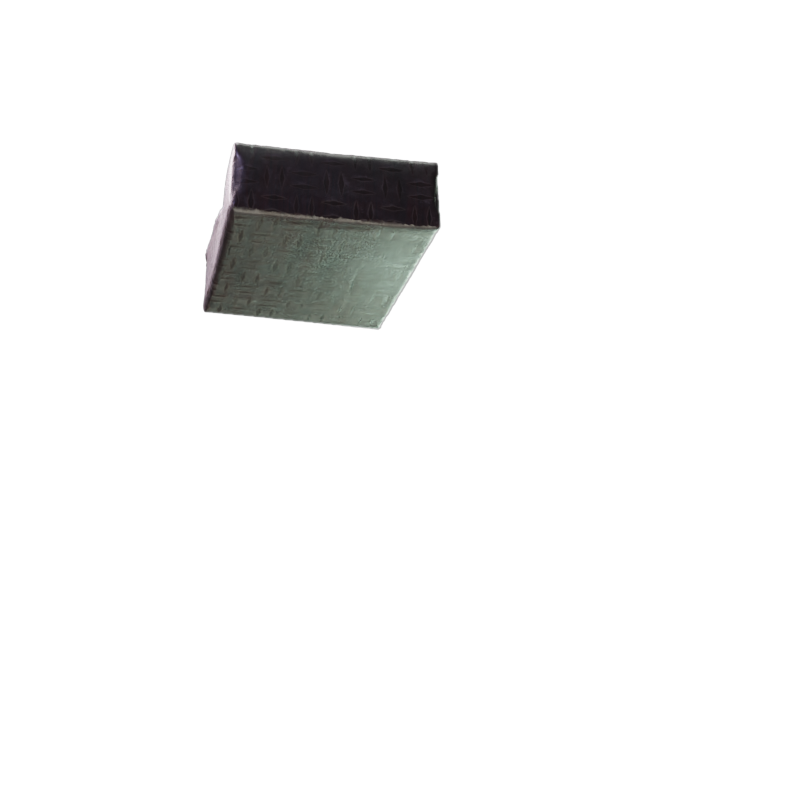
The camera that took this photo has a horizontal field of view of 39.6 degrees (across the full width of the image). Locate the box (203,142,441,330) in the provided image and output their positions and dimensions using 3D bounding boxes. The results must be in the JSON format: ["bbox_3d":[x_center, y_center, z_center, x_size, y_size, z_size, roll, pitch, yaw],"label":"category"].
[{"bbox_3d":[-0.032,-0.059,0.414,0.072,0.032,0.086,5,-22,-13],"label":"box"}]
